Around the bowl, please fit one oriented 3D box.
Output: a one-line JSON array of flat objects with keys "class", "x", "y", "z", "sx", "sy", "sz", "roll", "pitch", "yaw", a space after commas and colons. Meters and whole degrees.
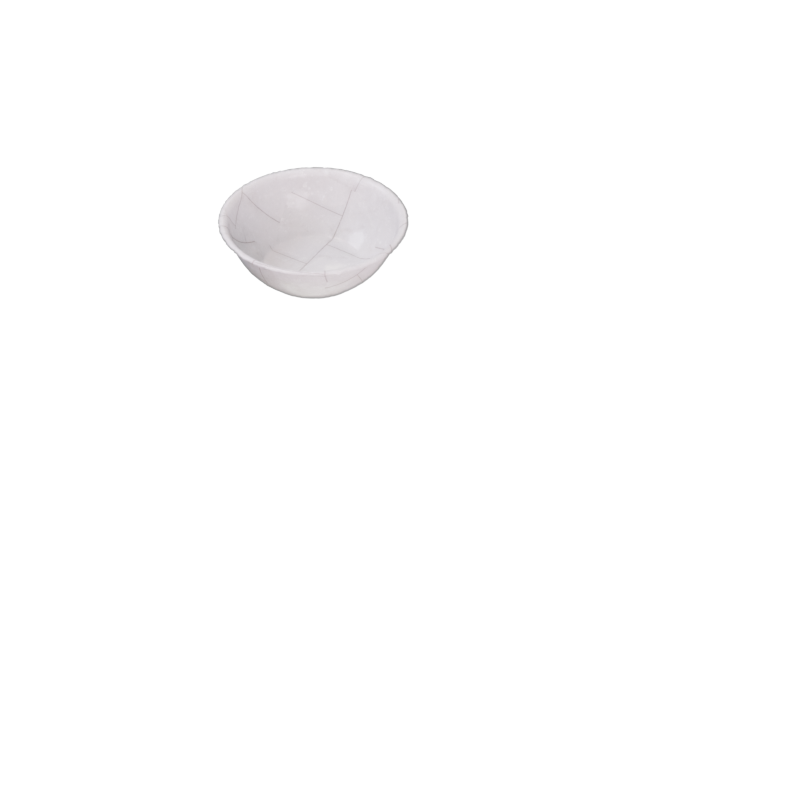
[{"class": "bowl", "x": -0.075, "y": -0.136, "z": 0.955, "sx": 0.162, "sy": 0.051, "sz": 0.174, "roll": -1, "pitch": 41, "yaw": -2}]
